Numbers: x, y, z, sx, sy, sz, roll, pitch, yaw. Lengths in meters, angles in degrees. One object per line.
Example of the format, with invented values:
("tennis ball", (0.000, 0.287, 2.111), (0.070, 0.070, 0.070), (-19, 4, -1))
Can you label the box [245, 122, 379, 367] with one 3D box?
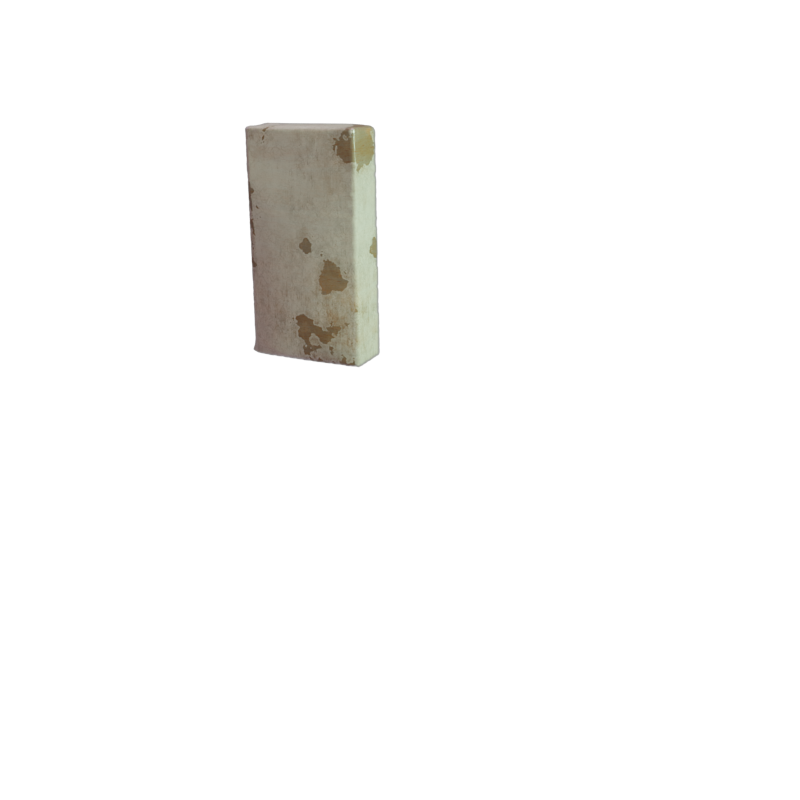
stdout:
("box", (-0.065, -0.119, 0.832), (0.097, 0.172, 0.047), (6, 11, 26))
